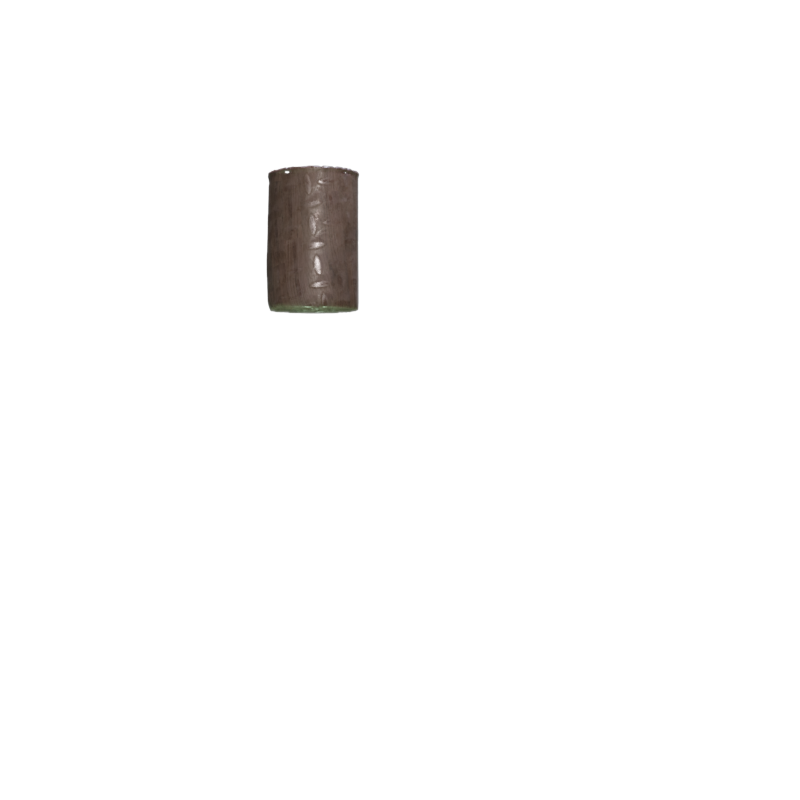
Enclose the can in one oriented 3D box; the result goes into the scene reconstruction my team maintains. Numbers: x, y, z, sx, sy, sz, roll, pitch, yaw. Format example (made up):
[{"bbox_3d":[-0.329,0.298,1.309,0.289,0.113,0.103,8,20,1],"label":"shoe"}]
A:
[{"bbox_3d":[-0.064,-0.117,0.819,0.068,0.104,0.068,0,-5,-2],"label":"can"}]
